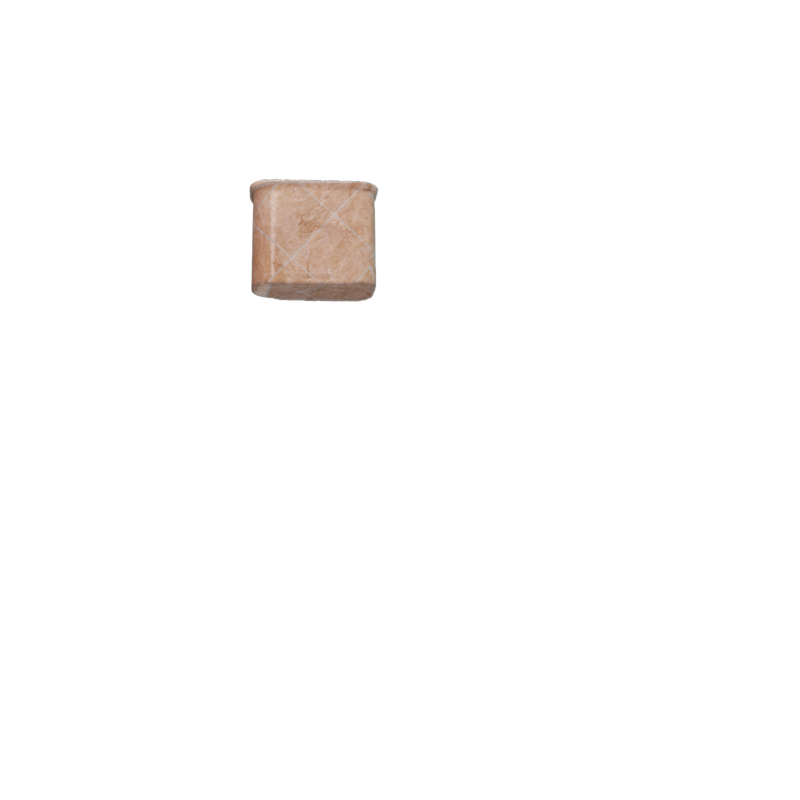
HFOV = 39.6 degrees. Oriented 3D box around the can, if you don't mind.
[{"bbox_3d":[-0.068,-0.125,0.873,0.101,0.087,0.056,0,-16,-4],"label":"can"}]
